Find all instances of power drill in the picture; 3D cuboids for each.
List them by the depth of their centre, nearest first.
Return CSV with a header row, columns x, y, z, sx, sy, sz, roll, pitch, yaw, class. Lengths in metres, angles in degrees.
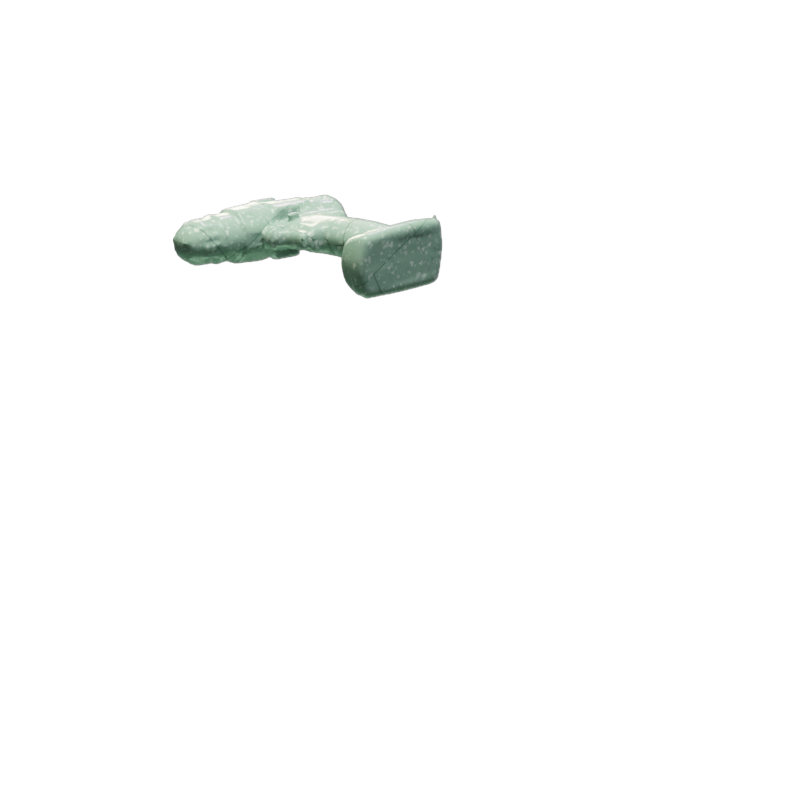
x,y,z,sx,sy,sz,roll,pitch,yaw,class
-0.074,-0.135,0.943,0.199,0.055,0.181,20,29,41,power drill
